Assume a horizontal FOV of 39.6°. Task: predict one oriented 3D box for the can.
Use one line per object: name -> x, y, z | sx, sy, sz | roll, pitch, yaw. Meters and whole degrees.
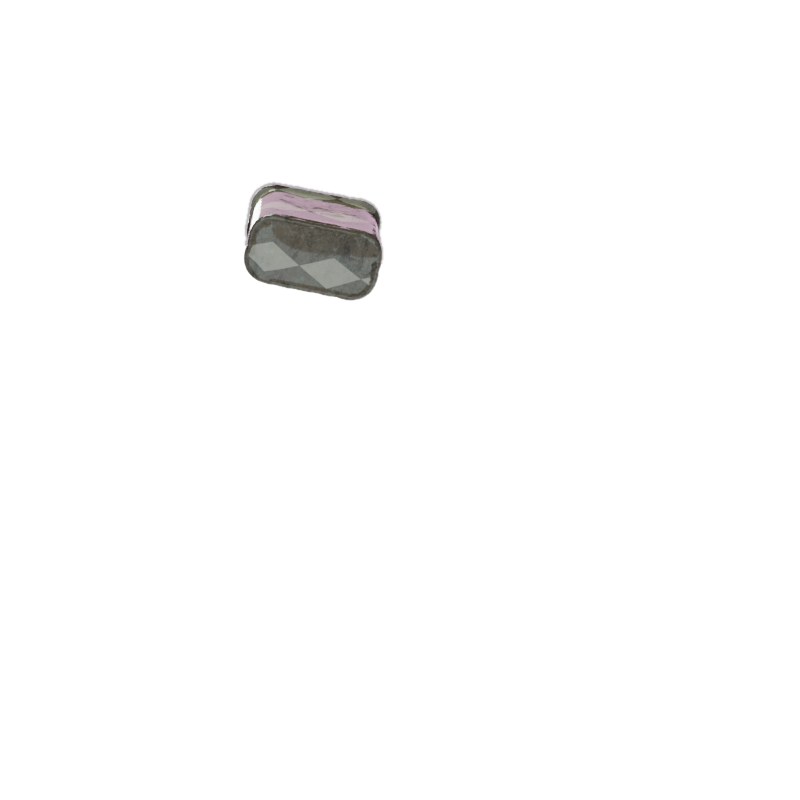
can -> -0.064, -0.117, 0.819 | 0.101, 0.055, 0.088 | 10, 21, -5
